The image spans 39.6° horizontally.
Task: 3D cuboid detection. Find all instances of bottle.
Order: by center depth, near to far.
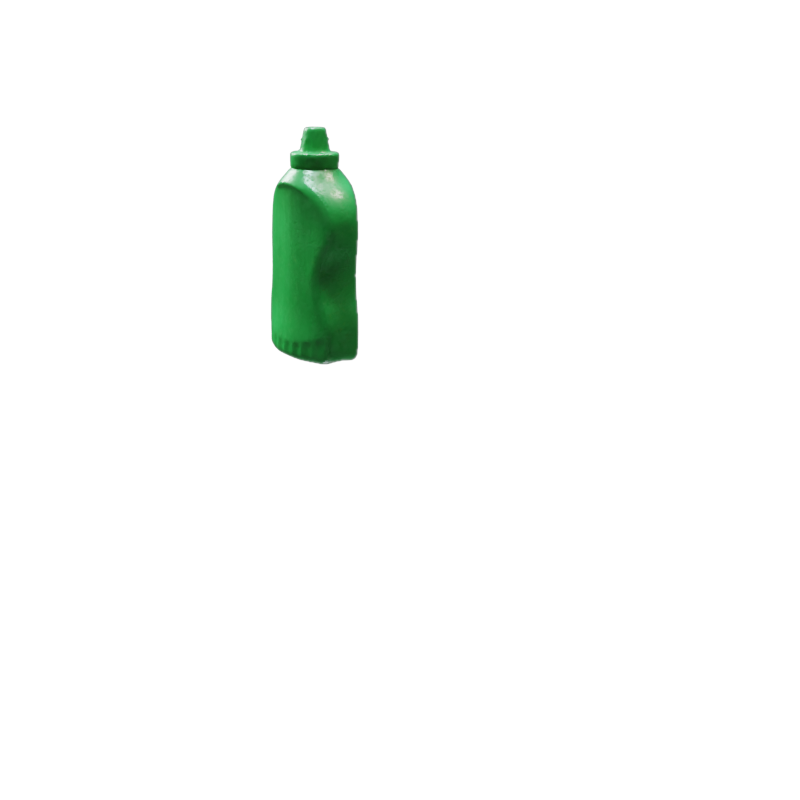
[{"bbox_3d":[-0.073,-0.133,0.932,0.057,0.187,0.101,-6,13,-32],"label":"bottle"}]
